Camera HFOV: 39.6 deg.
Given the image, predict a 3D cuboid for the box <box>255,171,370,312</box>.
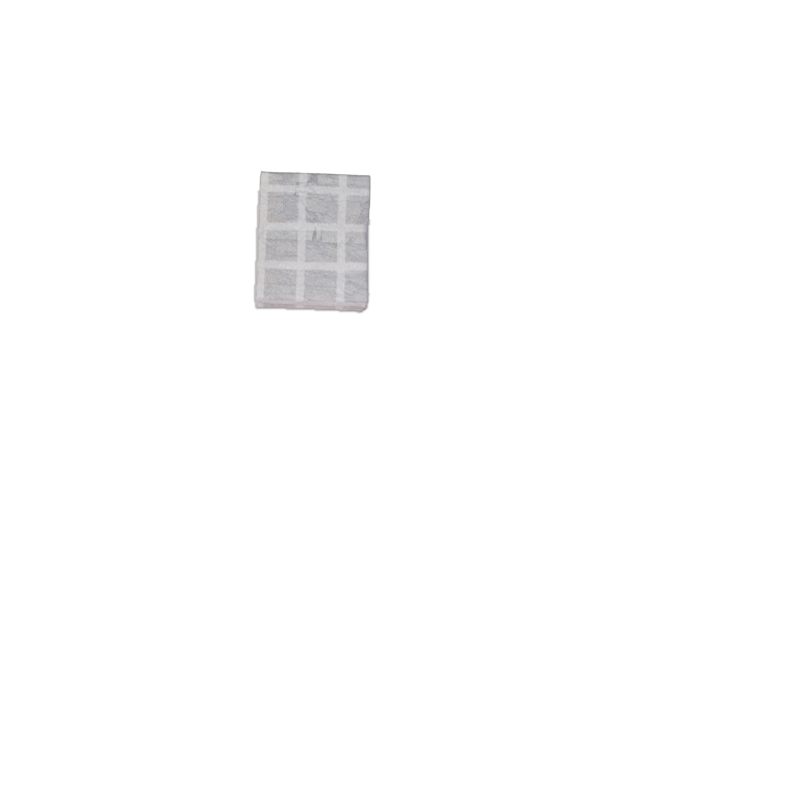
[{"bbox_3d":[-0.057,-0.103,0.723,0.073,0.093,0.029,1,-16,0],"label":"box"}]
